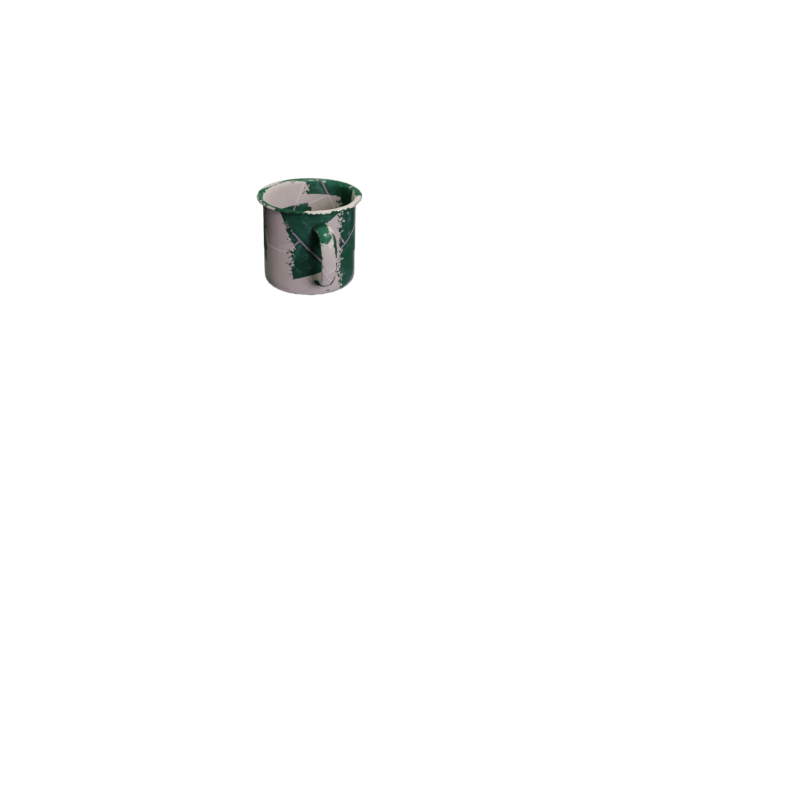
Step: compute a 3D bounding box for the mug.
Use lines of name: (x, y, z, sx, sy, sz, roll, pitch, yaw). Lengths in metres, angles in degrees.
mug: (-0.077, -0.140, 0.978, 0.092, 0.077, 0.125, -8, 28, -18)
